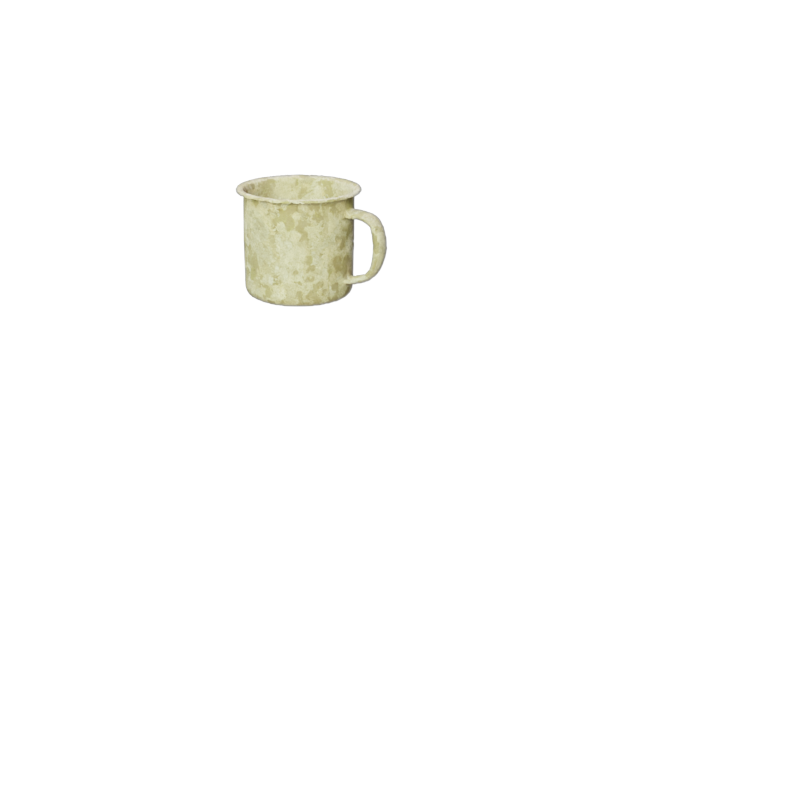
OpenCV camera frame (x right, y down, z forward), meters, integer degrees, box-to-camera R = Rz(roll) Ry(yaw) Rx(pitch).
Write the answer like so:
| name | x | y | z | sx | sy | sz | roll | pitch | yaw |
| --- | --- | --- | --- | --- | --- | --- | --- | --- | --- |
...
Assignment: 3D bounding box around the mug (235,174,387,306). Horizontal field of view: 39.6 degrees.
| name | x | y | z | sx | sy | sz | roll | pitch | yaw |
| --- | --- | --- | --- | --- | --- | --- | --- | --- | --- |
| mug | -0.064 | -0.117 | 0.823 | 0.121 | 0.078 | 0.094 | 9 | 21 | 22 |
